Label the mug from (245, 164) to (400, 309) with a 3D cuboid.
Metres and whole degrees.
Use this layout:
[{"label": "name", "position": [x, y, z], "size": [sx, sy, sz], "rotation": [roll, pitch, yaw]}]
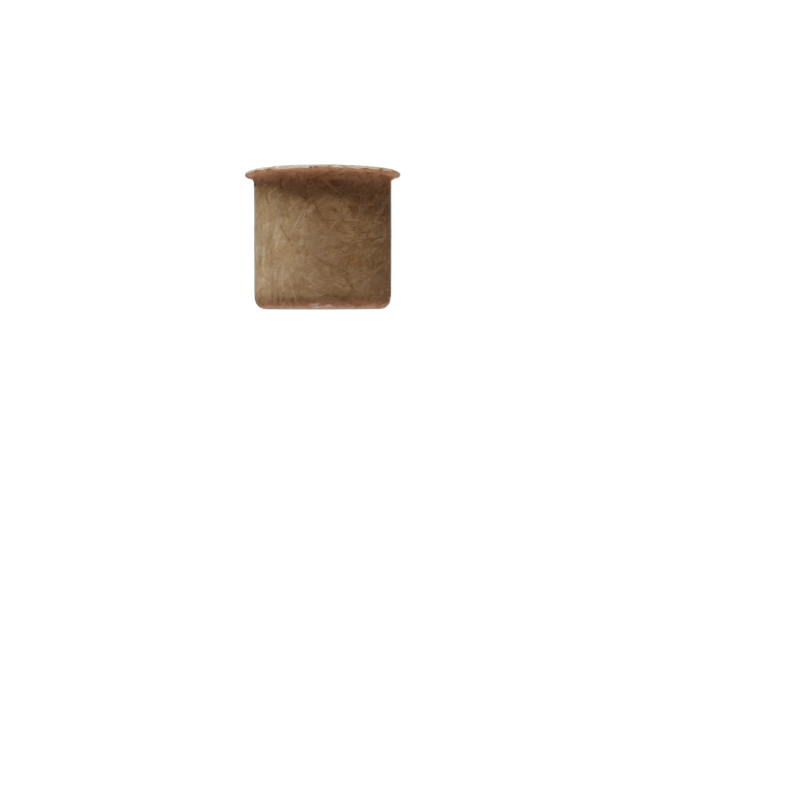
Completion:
[{"label": "mug", "position": [-0.053, -0.096, 0.671], "size": [0.090, 0.082, 0.121], "rotation": [-1, 3, -31]}]
